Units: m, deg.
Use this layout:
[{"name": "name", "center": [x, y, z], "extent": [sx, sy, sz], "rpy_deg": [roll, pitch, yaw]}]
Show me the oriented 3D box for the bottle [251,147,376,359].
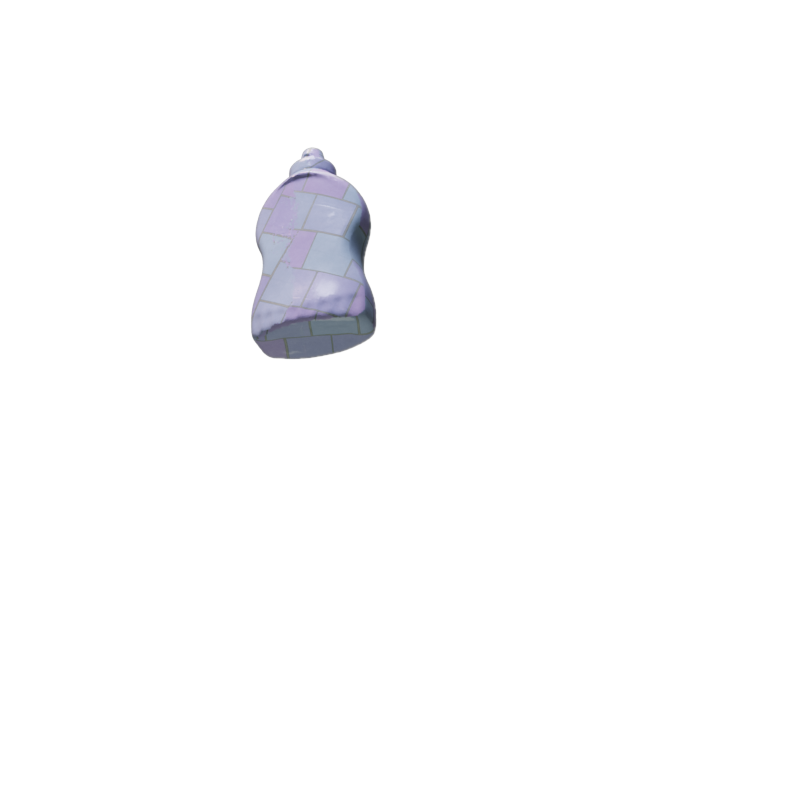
[{"name": "bottle", "center": [-0.072, -0.130, 0.912], "extent": [0.097, 0.205, 0.054], "rpy_deg": [-13, -36, 16]}]
